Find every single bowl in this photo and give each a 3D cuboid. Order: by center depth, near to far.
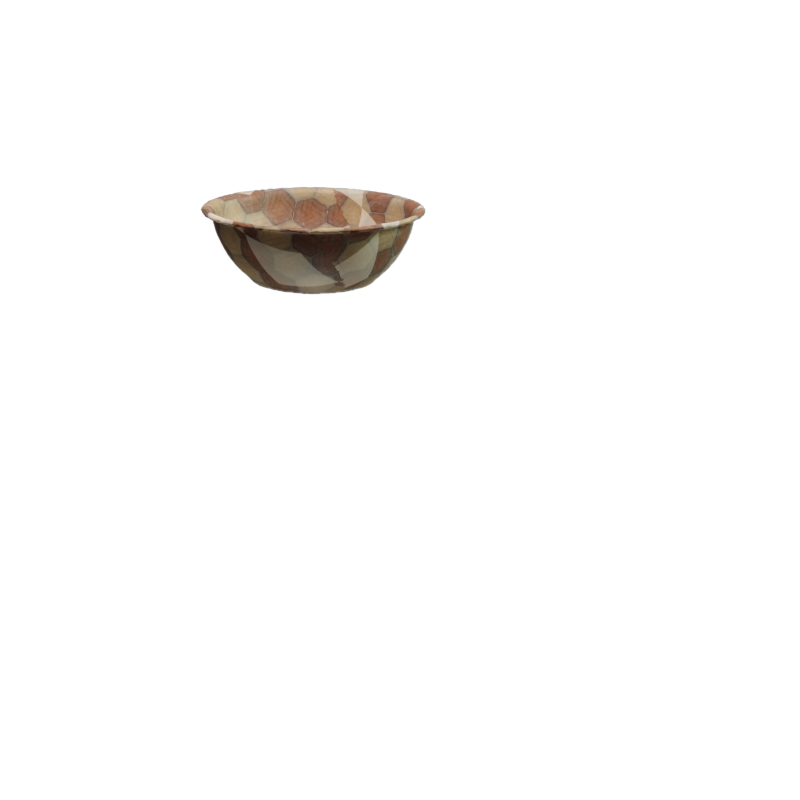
[{"bbox_3d":[-0.063,-0.115,0.808,0.162,0.053,0.169,-1,20,-2],"label":"bowl"}]
